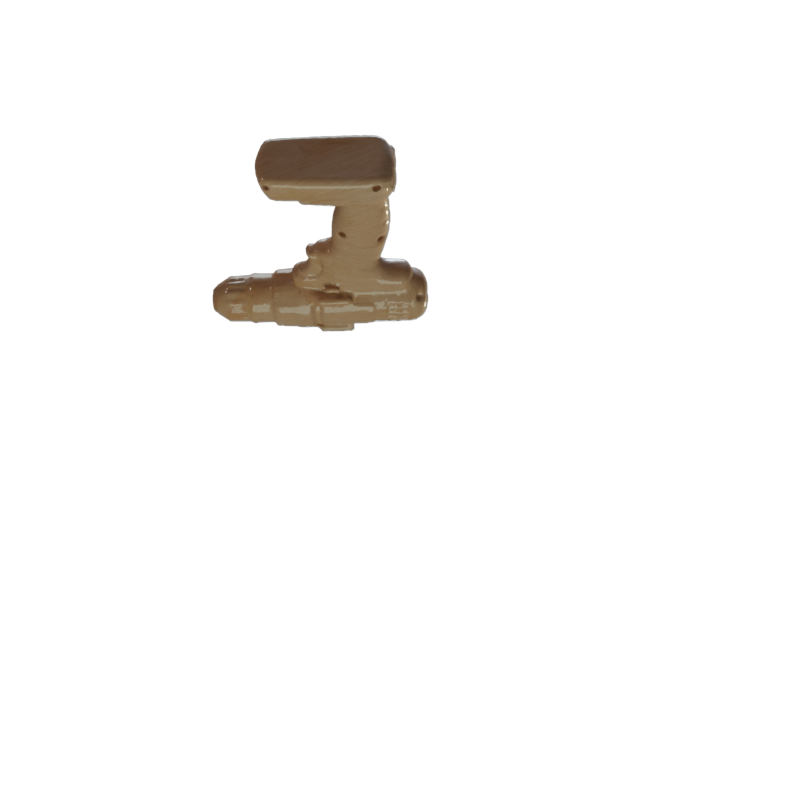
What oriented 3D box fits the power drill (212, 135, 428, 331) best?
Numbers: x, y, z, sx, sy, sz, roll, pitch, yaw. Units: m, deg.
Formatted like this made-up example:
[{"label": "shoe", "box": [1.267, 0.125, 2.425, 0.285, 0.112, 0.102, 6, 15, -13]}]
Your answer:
[{"label": "power drill", "box": [-0.070, -0.128, 0.898, 0.185, 0.061, 0.174, -2, -37, 2]}]
